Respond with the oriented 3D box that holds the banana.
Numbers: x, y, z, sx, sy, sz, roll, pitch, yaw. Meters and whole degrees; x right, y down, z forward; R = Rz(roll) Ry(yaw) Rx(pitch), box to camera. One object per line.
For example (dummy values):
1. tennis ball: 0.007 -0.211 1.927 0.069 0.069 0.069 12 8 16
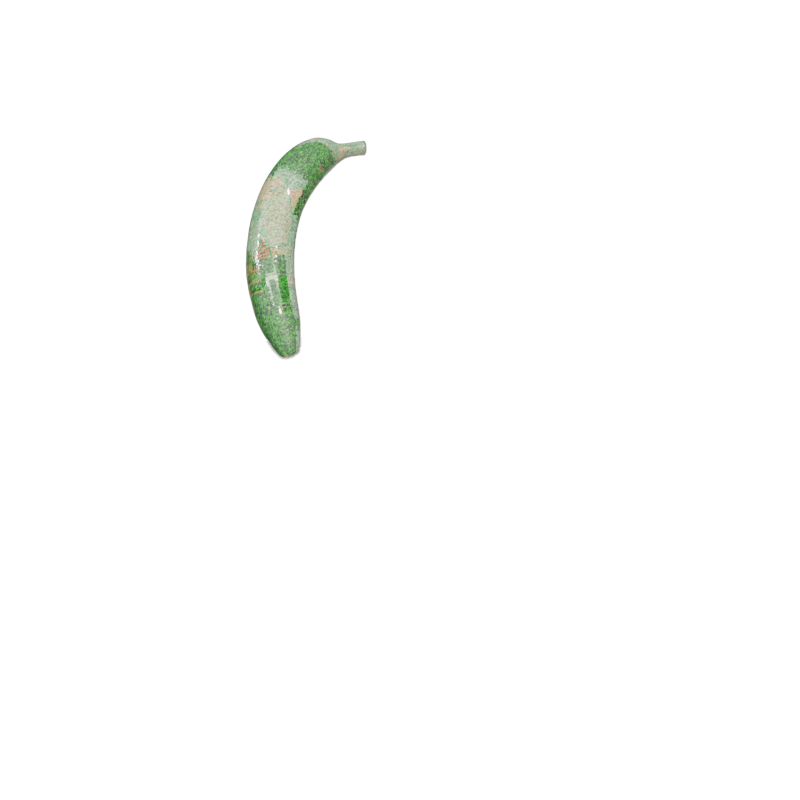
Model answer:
1. banana: -0.084 -0.132 0.864 0.070 0.206 0.035 15 -22 5
